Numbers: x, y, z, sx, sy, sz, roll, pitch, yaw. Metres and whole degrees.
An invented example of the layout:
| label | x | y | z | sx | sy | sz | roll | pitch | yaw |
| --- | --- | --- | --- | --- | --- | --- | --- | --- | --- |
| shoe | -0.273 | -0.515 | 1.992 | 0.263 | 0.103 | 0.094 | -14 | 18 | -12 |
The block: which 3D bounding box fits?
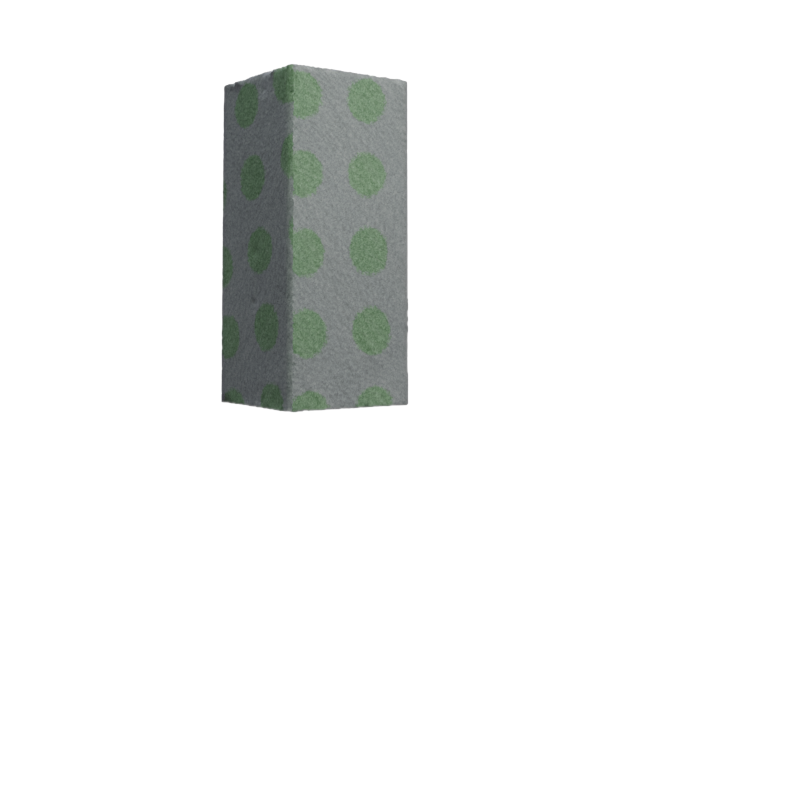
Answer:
| label | x | y | z | sx | sy | sz | roll | pitch | yaw |
| --- | --- | --- | --- | --- | --- | --- | --- | --- | --- |
| block | -0.056 | -0.102 | 0.712 | 0.087 | 0.208 | 0.093 | 1 | -3 | -36 |
